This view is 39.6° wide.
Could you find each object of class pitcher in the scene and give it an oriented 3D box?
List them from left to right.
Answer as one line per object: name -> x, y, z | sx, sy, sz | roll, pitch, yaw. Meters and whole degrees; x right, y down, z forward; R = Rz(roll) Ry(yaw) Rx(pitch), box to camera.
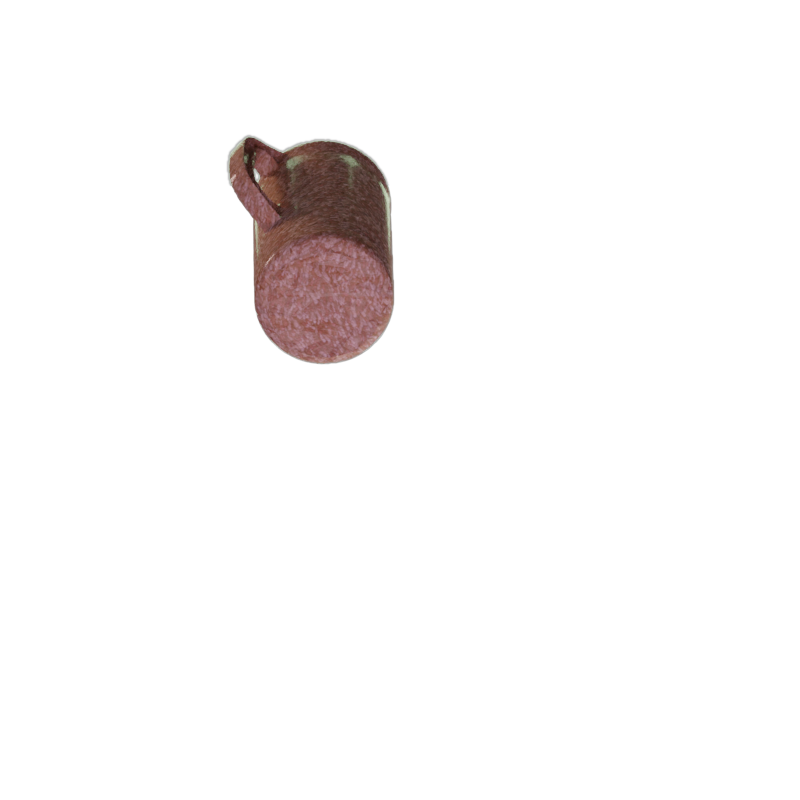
pitcher -> -0.074, -0.136, 0.951 | 0.149, 0.138, 0.256 | -1, 25, -3
